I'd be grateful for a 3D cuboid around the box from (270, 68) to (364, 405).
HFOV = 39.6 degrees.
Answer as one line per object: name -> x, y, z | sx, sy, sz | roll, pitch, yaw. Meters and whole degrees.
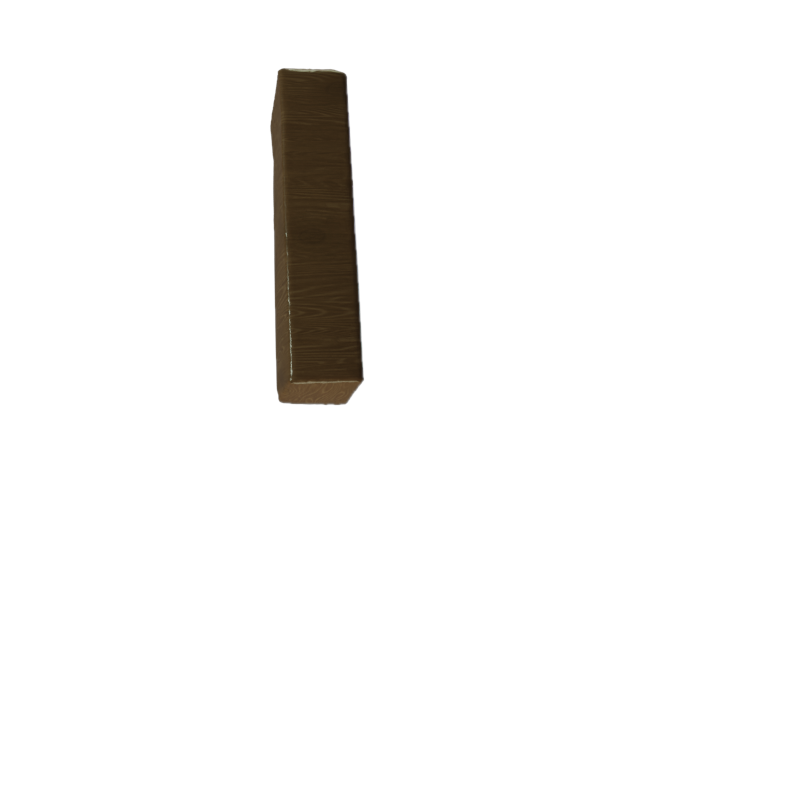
box -> -0.049, -0.090, 0.631 | 0.048, 0.183, 0.091 | 1, -14, -8
